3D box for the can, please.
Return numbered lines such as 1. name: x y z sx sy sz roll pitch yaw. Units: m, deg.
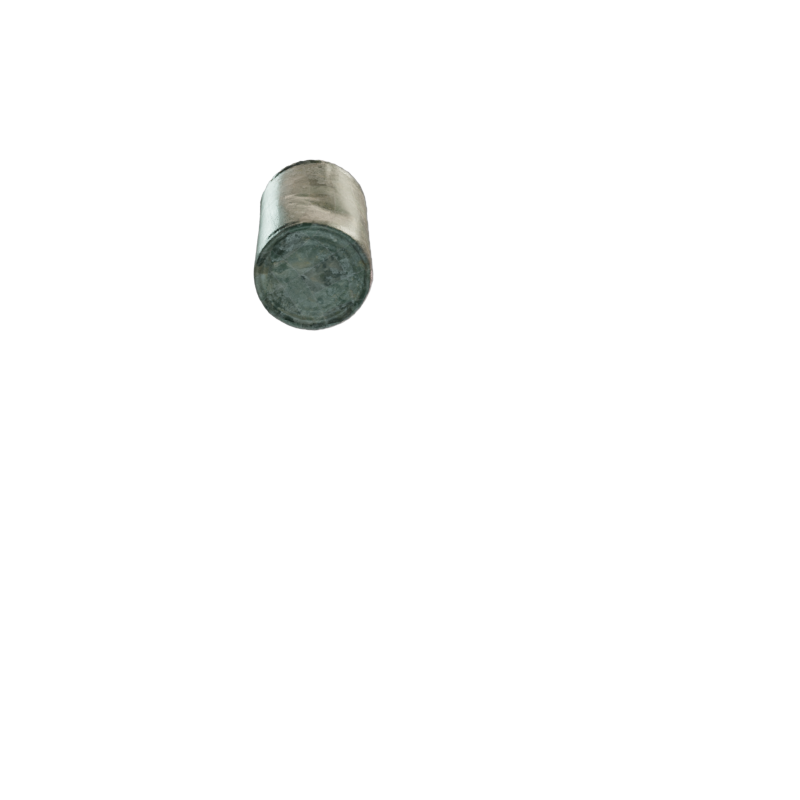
1. can: -0.051 -0.094 0.656 0.068 0.065 0.108 0 29 -3
